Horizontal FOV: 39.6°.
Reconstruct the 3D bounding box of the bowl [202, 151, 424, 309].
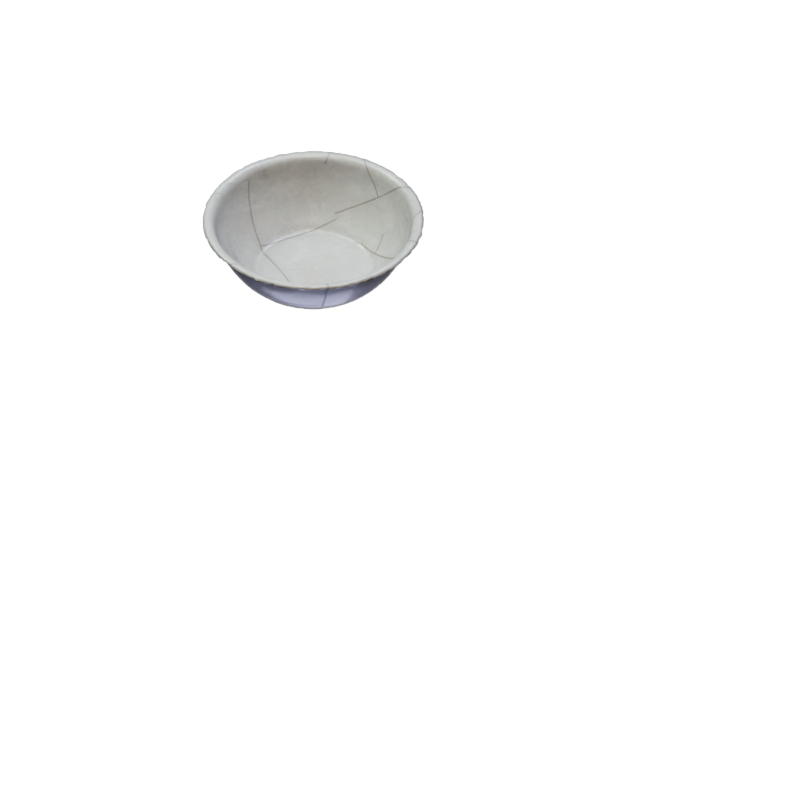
[{"bbox_3d":[-0.065,-0.118,0.828,0.162,0.051,0.174,-1,44,-1],"label":"bowl"}]
